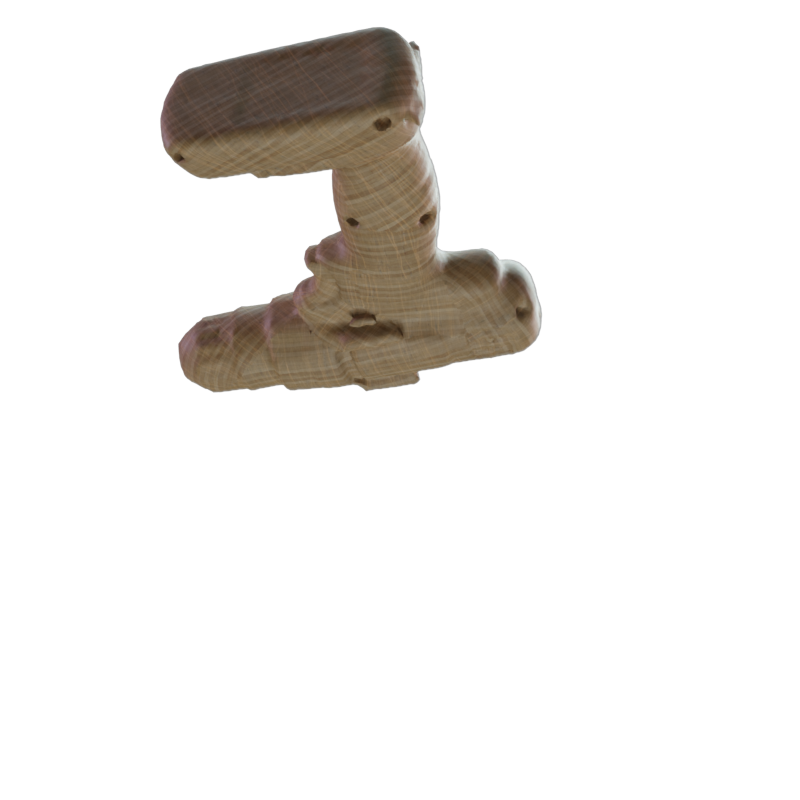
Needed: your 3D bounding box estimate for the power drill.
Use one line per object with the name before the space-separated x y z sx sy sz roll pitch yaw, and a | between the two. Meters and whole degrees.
power drill | -0.040 -0.072 0.505 0.186 0.061 0.173 -10 -38 12
